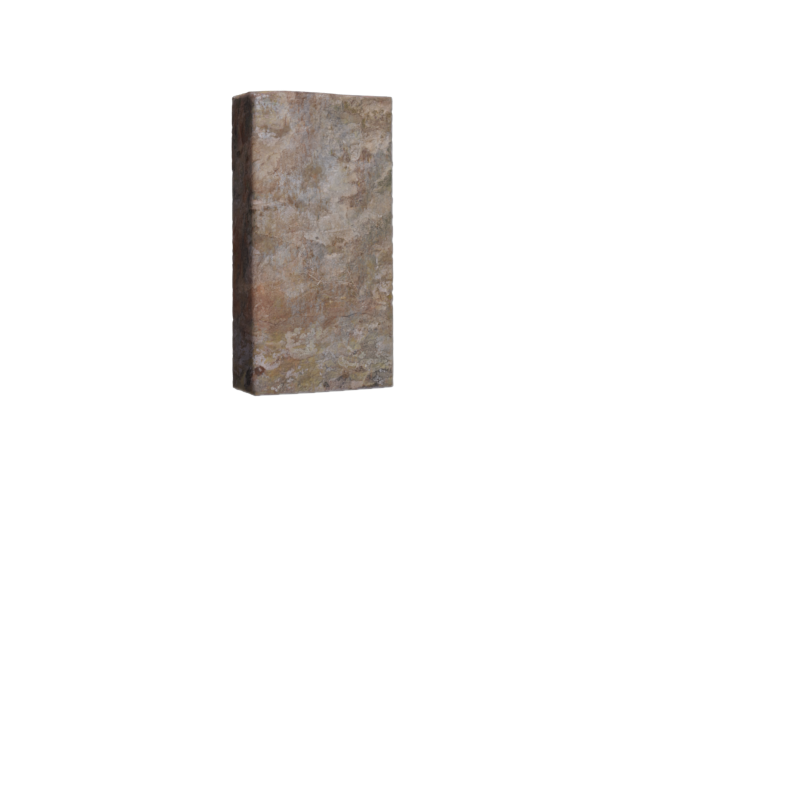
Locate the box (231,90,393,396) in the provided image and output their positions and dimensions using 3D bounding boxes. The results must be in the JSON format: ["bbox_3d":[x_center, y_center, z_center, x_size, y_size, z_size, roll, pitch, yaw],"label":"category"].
[{"bbox_3d":[-0.052,-0.095,0.664,0.091,0.175,0.050,-2,4,-25],"label":"box"}]
